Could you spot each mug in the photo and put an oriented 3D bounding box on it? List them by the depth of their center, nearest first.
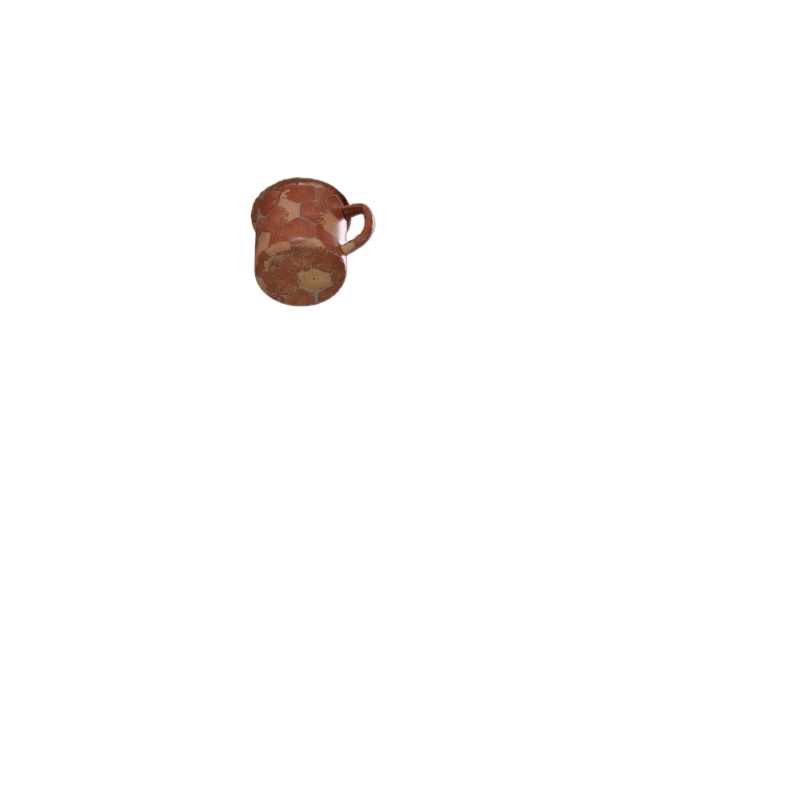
[{"bbox_3d":[-0.077,-0.141,0.986,0.118,0.087,0.086,-15,-46,13],"label":"mug"}]
